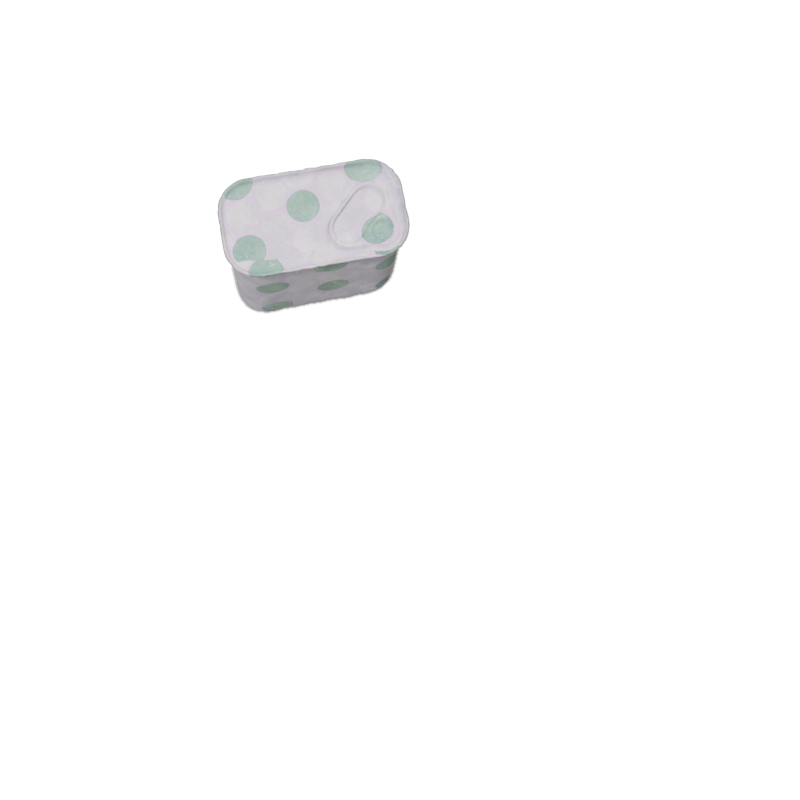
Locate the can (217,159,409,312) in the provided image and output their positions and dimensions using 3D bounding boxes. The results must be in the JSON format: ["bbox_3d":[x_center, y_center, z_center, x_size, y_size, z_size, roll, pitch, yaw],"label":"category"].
[{"bbox_3d":[-0.050,-0.091,0.638,0.101,0.060,0.081,-10,-13,-5],"label":"can"}]
